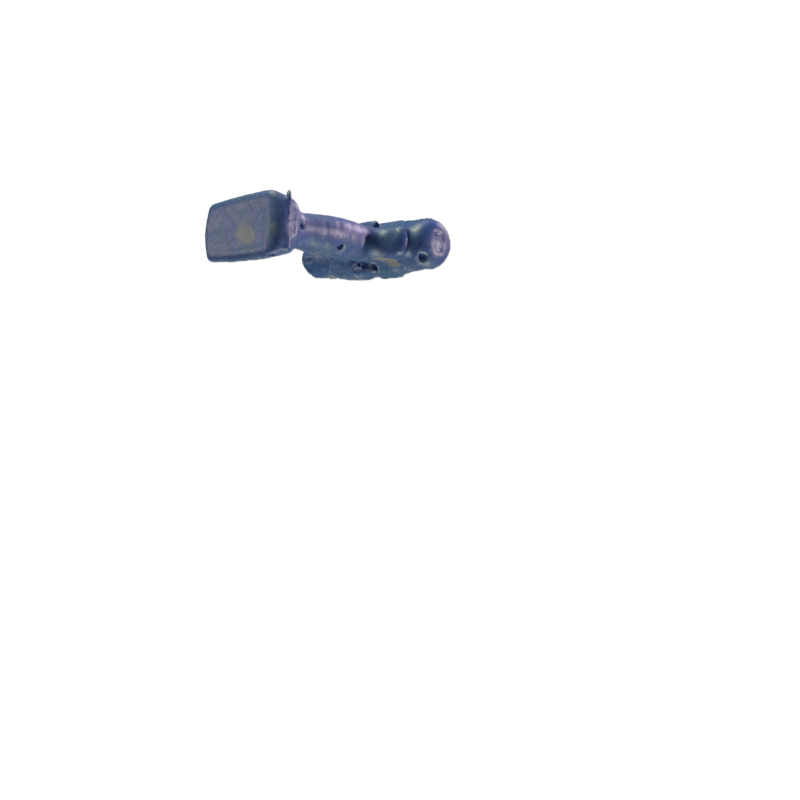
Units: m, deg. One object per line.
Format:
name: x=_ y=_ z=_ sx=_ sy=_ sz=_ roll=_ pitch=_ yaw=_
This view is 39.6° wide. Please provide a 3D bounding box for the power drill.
power drill: x=-0.078 y=-0.142 z=0.994 sx=0.179 sy=0.058 sz=0.190 roll=2 pitch=-3 yaw=-41
